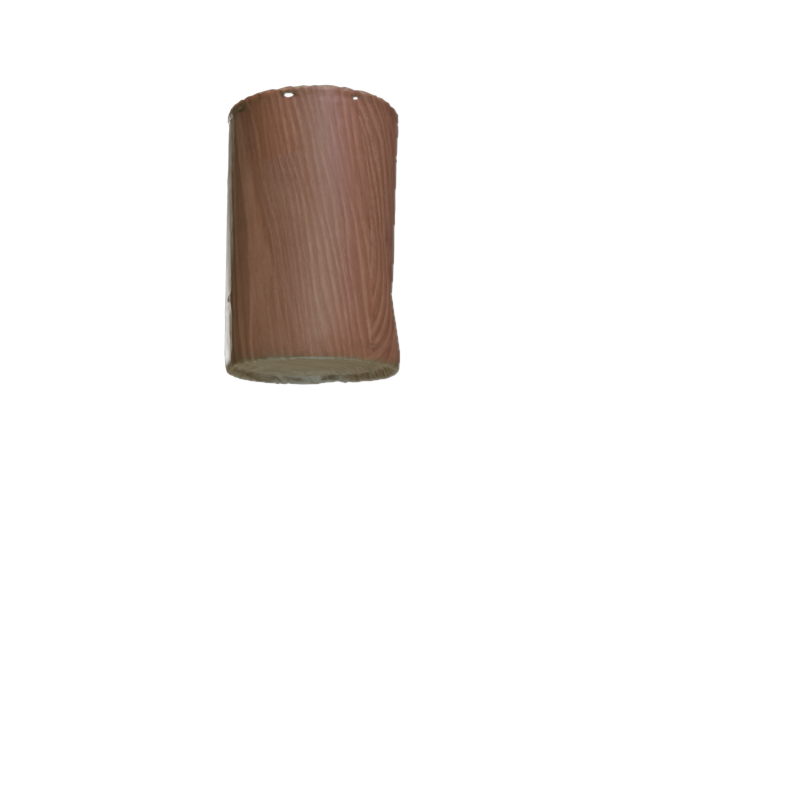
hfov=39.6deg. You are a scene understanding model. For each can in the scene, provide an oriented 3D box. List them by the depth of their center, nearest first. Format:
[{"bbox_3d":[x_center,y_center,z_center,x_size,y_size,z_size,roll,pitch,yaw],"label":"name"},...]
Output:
[{"bbox_3d":[-0.033,-0.061,0.428,0.068,0.106,0.066,0,-13,-2],"label":"can"}]
